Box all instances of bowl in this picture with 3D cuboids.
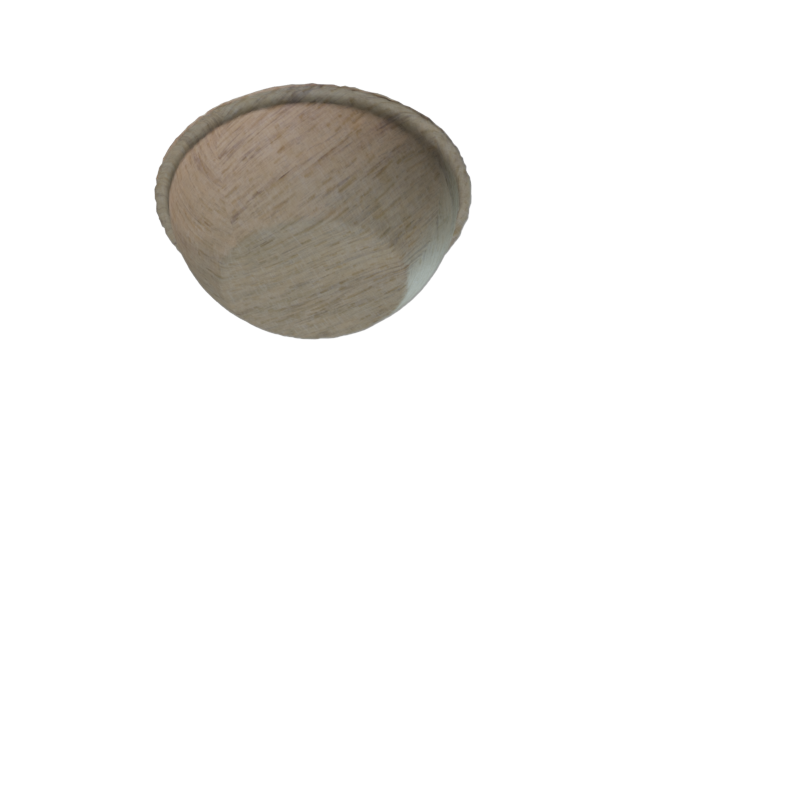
[{"bbox_3d":[-0.043,-0.079,0.551,0.162,0.059,0.151,1,-36,-2],"label":"bowl"}]
